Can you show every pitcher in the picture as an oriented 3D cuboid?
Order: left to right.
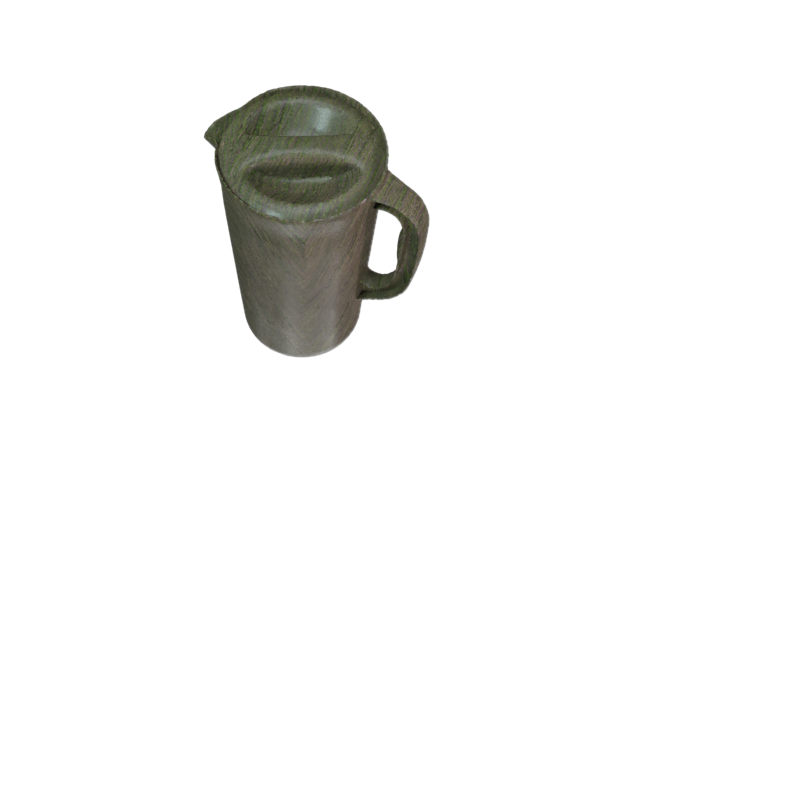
[{"bbox_3d":[-0.073,-0.133,0.929,0.144,0.160,0.228,-18,-27,-13],"label":"pitcher"}]
